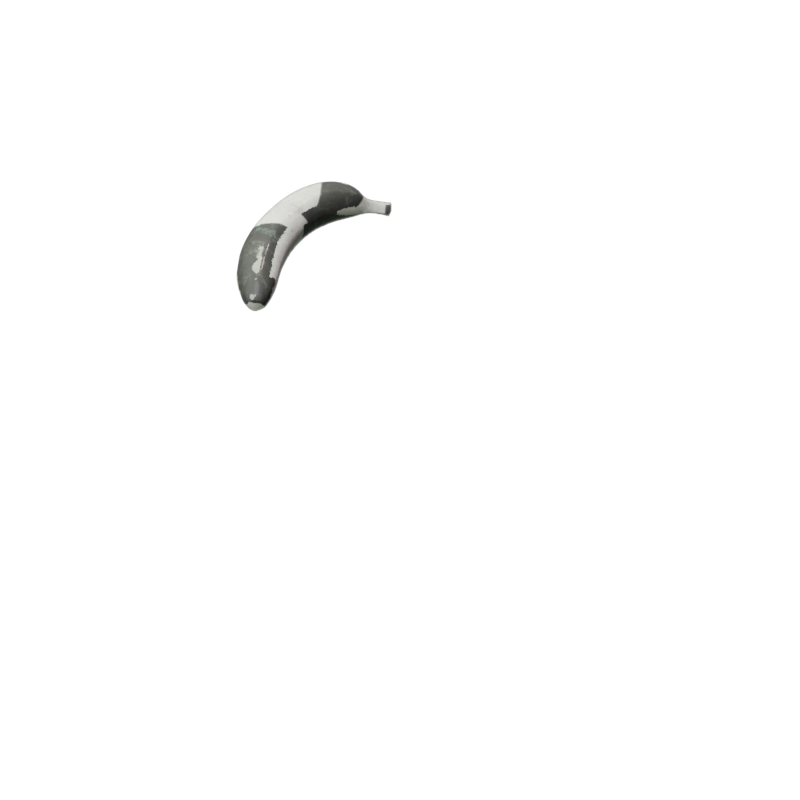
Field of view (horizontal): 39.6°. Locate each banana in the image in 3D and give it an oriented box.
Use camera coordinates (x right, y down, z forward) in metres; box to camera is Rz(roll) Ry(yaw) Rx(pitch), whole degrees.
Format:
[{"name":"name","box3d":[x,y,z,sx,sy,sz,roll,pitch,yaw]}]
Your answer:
[{"name":"banana","box3d":[-0.085,-0.139,0.922,0.073,0.034,0.201,21,43,24]}]
